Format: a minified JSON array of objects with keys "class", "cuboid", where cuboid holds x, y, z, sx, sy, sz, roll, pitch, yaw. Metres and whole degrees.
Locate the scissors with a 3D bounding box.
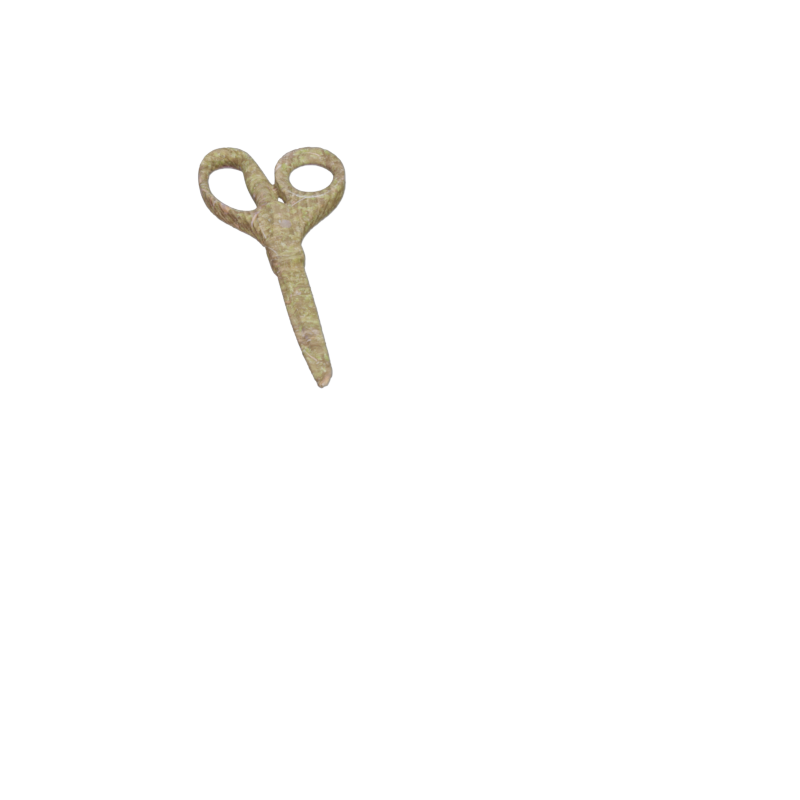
[{"class":"scissors","cuboid":[-0.048,-0.088,0.616,0.095,0.015,0.218,-21,47,-20]}]
